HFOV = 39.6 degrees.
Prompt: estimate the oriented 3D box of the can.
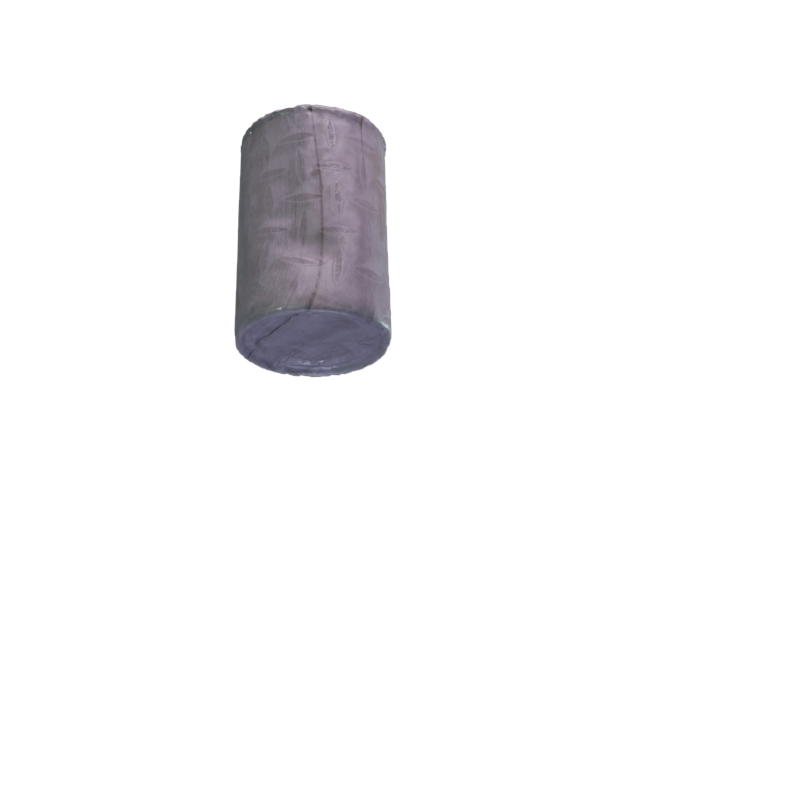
[{"bbox_3d":[-0.038,-0.070,0.491,0.068,0.109,0.065,0,-28,-2],"label":"can"}]
